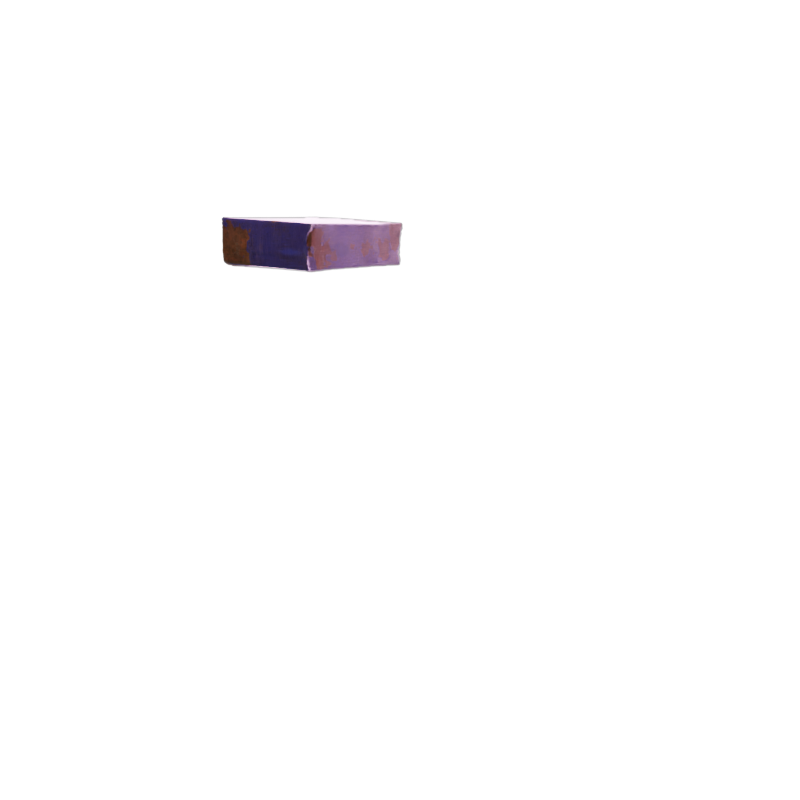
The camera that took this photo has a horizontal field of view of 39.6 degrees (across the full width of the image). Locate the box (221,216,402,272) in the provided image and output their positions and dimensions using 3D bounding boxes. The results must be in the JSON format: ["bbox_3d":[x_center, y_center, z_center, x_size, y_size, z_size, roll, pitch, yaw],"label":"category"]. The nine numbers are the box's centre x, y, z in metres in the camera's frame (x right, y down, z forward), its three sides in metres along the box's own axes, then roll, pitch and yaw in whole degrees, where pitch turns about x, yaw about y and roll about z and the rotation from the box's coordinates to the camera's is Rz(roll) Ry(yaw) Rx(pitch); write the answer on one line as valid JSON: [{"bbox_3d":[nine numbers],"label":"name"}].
[{"bbox_3d":[-0.066,-0.121,0.846,0.094,0.038,0.110,9,14,37],"label":"box"}]
